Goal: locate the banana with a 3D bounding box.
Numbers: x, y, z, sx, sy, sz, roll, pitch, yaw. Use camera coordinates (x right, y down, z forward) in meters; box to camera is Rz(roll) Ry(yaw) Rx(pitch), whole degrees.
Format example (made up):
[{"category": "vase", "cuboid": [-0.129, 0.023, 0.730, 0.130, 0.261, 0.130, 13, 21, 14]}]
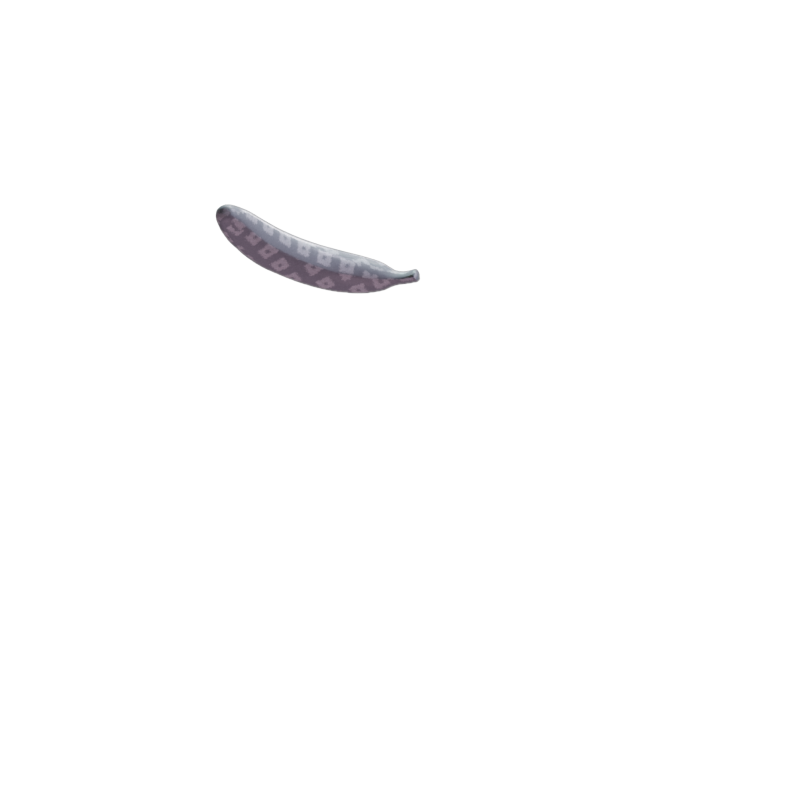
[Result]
[{"category": "banana", "cuboid": [-0.082, -0.130, 0.977, 0.189, 0.039, 0.068, 14, -31, -26]}]
